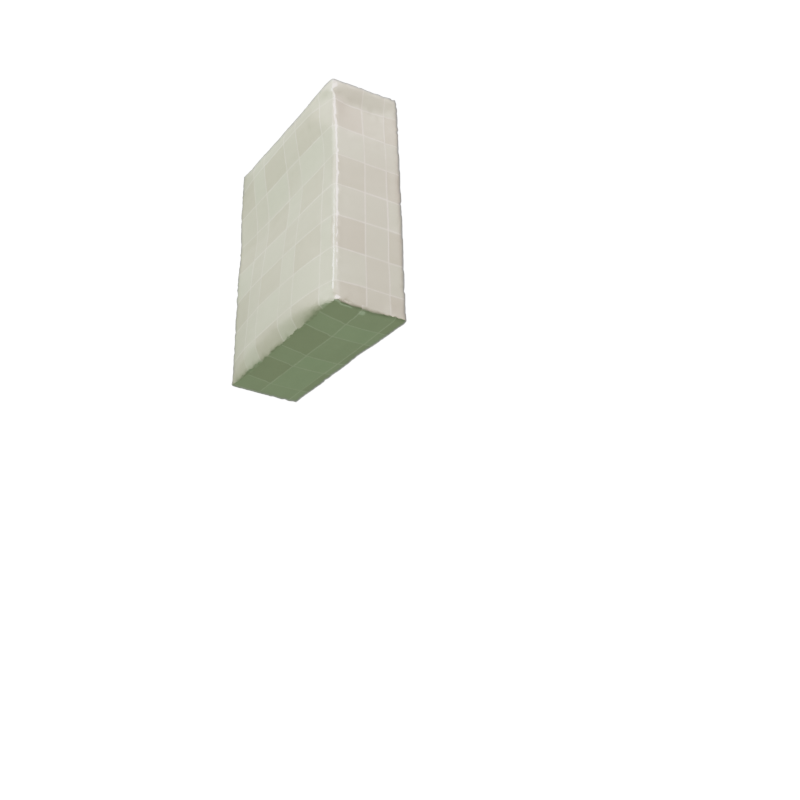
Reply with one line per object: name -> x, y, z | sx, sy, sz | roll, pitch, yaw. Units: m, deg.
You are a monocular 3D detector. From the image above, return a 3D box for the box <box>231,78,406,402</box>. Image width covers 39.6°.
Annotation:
box -> -0.071, -0.130, 0.909 | 0.068, 0.228, 0.162 | 17, -34, -30
